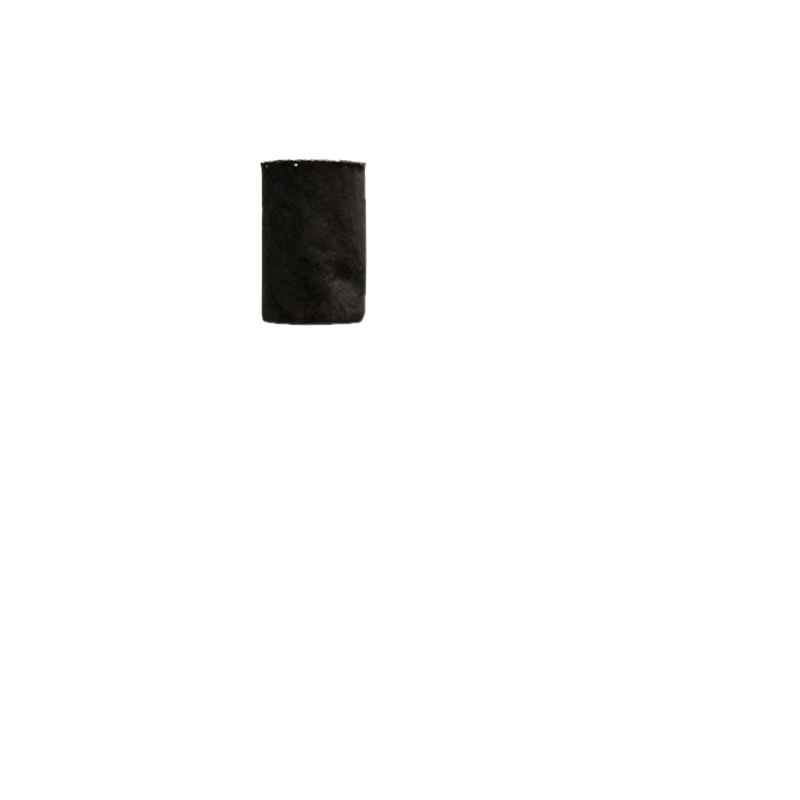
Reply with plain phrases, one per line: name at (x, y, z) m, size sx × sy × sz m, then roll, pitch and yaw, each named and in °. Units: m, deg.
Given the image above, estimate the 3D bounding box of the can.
can at (-0.056, -0.101, 0.711) m, size 0.068 × 0.102 × 0.069 m, roll 0°, pitch 3°, yaw -2°
